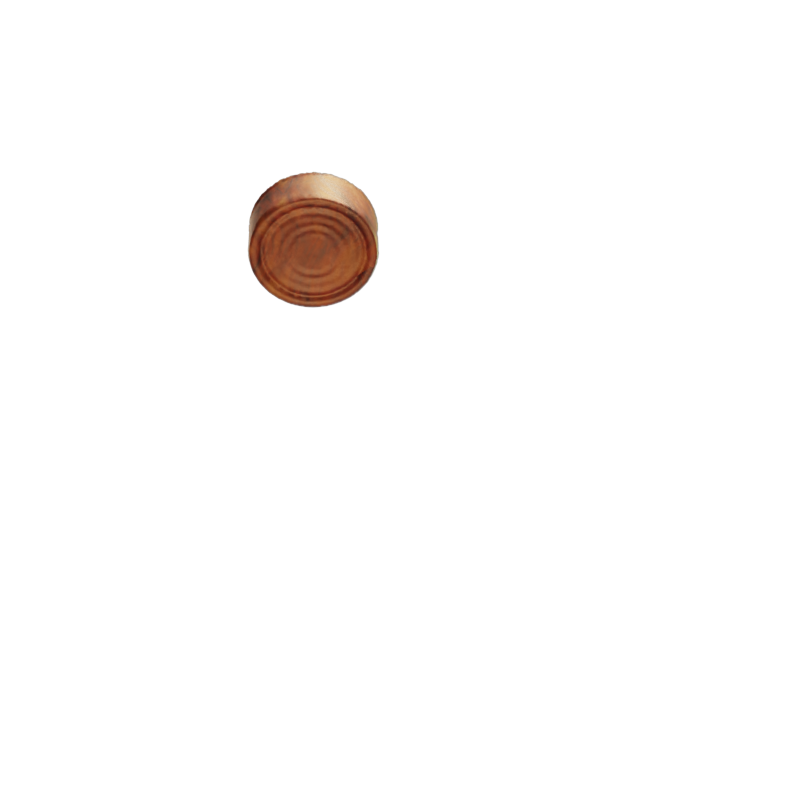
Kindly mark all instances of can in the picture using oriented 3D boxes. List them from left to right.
[{"bbox_3d":[-0.057,-0.103,0.722,0.086,0.080,0.036,1,35,-1],"label":"can"}]
